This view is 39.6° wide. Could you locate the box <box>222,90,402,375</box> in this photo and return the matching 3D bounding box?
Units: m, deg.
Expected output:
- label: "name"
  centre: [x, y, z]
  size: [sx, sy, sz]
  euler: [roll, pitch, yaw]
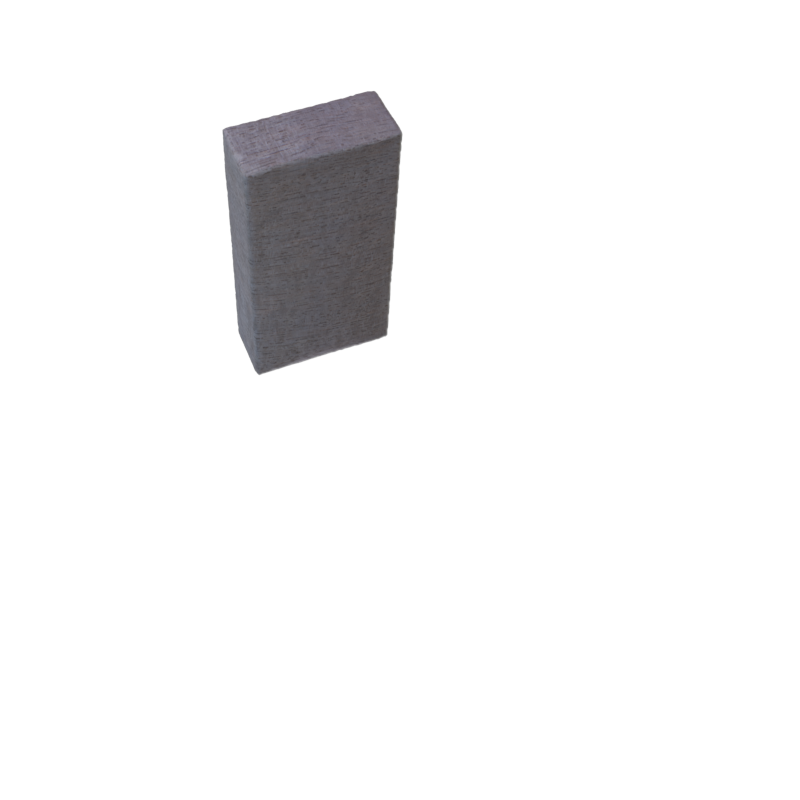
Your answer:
- label: "box"
  centre: [-0.051, -0.093, 0.655]
  size: [0.092, 0.052, 0.165]
  euler: [-17, -33, -15]
